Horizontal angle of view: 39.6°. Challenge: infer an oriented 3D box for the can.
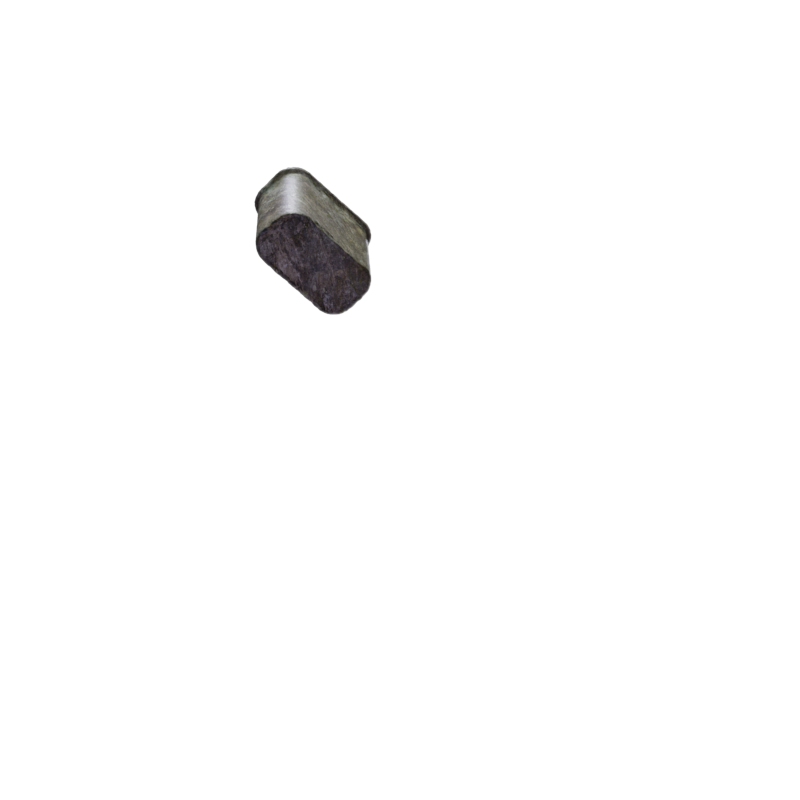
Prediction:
[{"bbox_3d":[-0.070,-0.127,0.891,0.097,0.057,0.089,40,22,-22],"label":"can"}]
